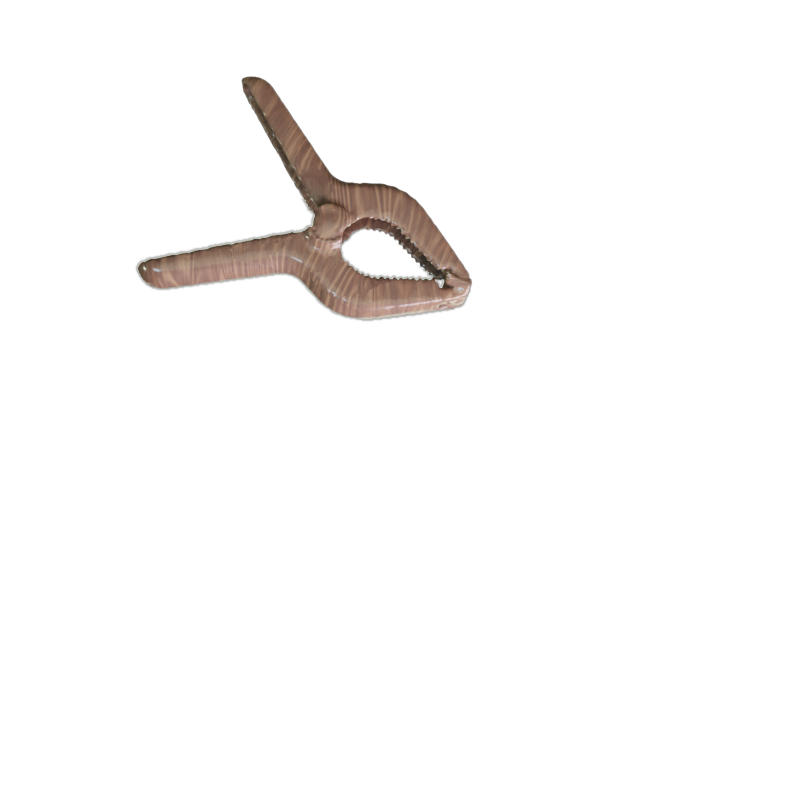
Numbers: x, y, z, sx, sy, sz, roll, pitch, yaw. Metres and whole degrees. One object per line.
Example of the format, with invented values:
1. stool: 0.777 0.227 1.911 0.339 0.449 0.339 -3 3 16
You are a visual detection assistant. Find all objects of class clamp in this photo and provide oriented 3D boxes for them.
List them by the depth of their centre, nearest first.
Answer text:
1. clamp: -0.057 -0.104 0.732 0.215 0.168 0.035 30 -16 9
